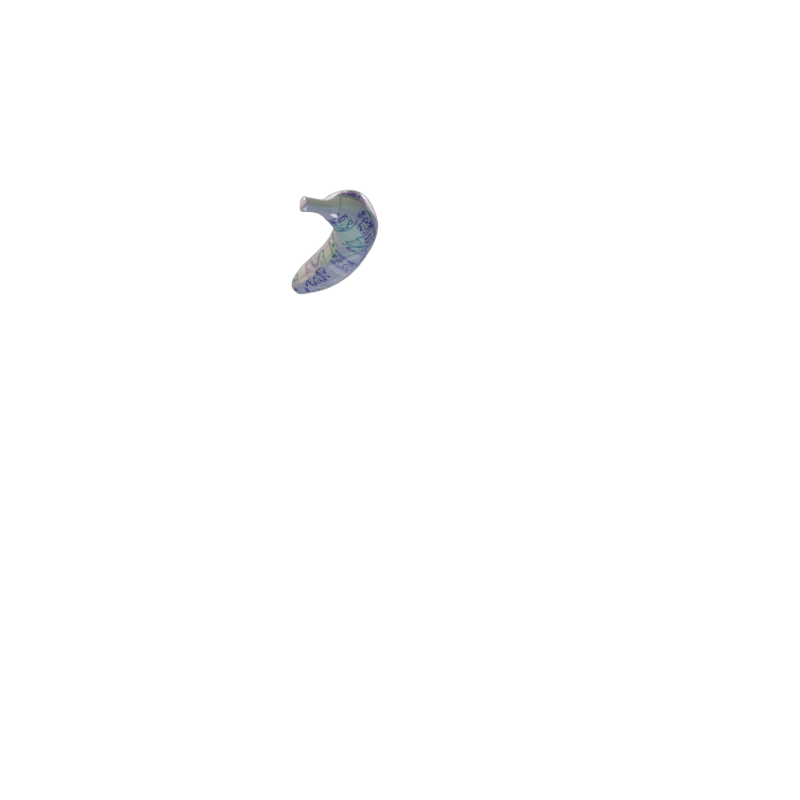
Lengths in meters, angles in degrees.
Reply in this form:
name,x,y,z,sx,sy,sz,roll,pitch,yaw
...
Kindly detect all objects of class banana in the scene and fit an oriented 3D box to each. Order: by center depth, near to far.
name,x,y,z,sx,sy,sz,roll,pitch,yaw
banana,-0.056,-0.137,0.954,0.069,0.038,0.190,2,-18,-6
